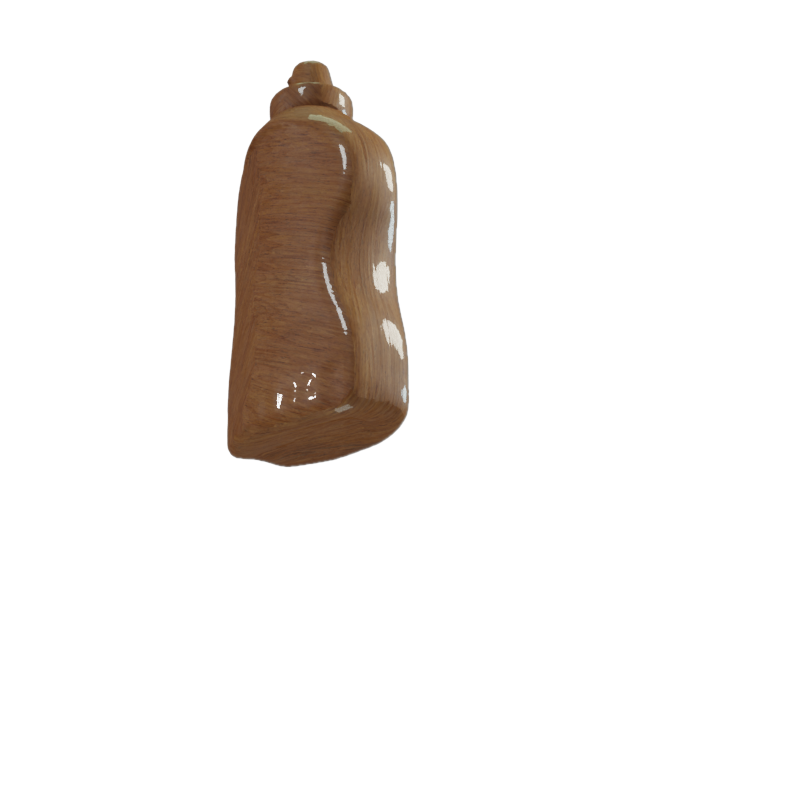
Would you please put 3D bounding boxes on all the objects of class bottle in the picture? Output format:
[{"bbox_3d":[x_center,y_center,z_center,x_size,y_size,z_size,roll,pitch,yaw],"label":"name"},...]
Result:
[{"bbox_3d":[-0.040,-0.073,0.512,0.055,0.203,0.096,16,-29,-33],"label":"bottle"}]
